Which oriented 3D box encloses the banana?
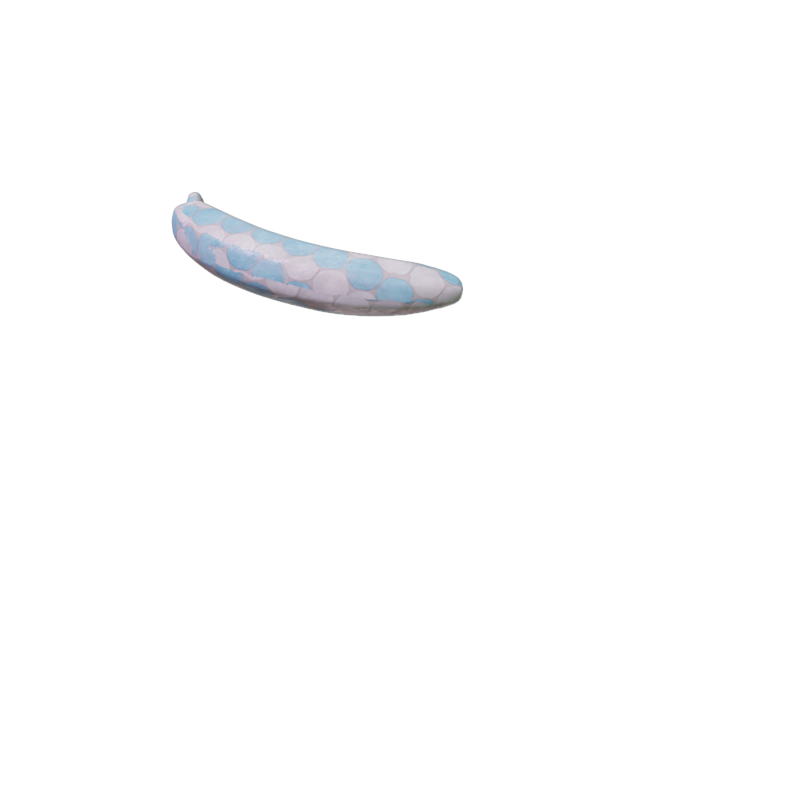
[{"bbox_3d":[-0.064,-0.085,0.649,0.207,0.034,0.071,23,45,24],"label":"banana"}]
